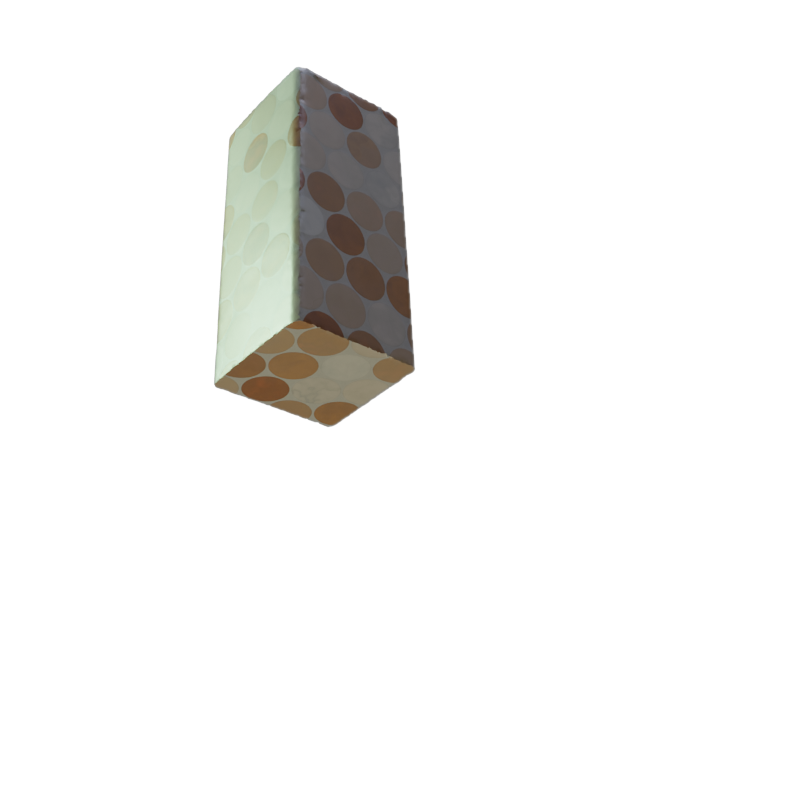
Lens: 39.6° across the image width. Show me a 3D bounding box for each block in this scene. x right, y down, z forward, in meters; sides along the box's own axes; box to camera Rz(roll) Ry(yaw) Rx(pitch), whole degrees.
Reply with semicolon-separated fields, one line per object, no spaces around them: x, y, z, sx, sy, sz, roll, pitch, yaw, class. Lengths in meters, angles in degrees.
-0.056;-0.103;0.722;0.086;0.221;0.089;23;-43;-31;block
